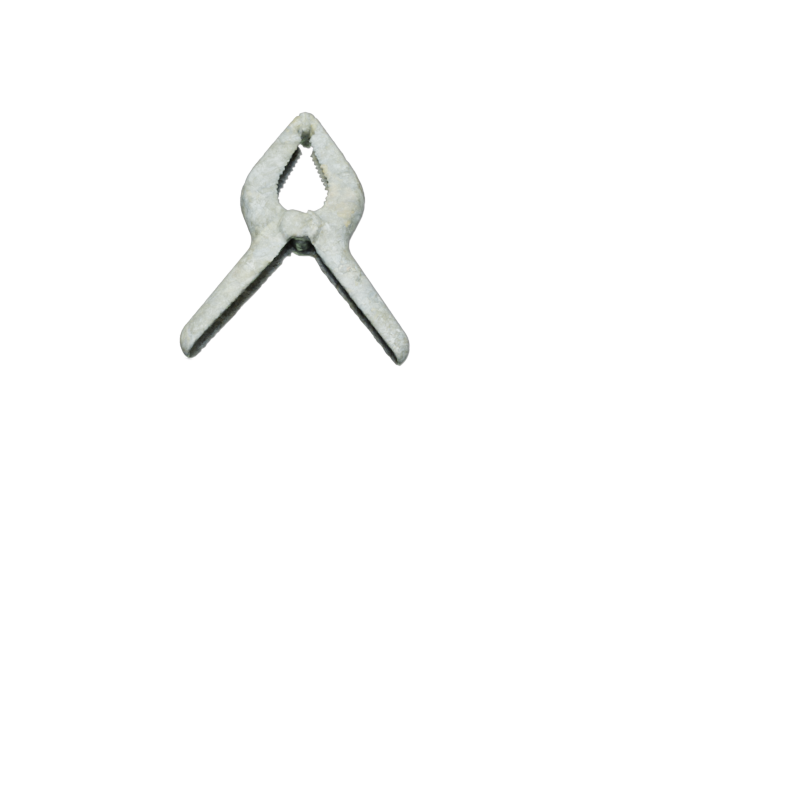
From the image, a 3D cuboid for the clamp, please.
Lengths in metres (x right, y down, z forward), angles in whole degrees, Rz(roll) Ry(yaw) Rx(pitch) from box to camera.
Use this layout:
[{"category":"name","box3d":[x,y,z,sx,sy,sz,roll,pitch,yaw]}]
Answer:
[{"category":"clamp","box3d":[-0.065,-0.119,0.834,0.165,0.220,0.034,8,-24,3]}]
